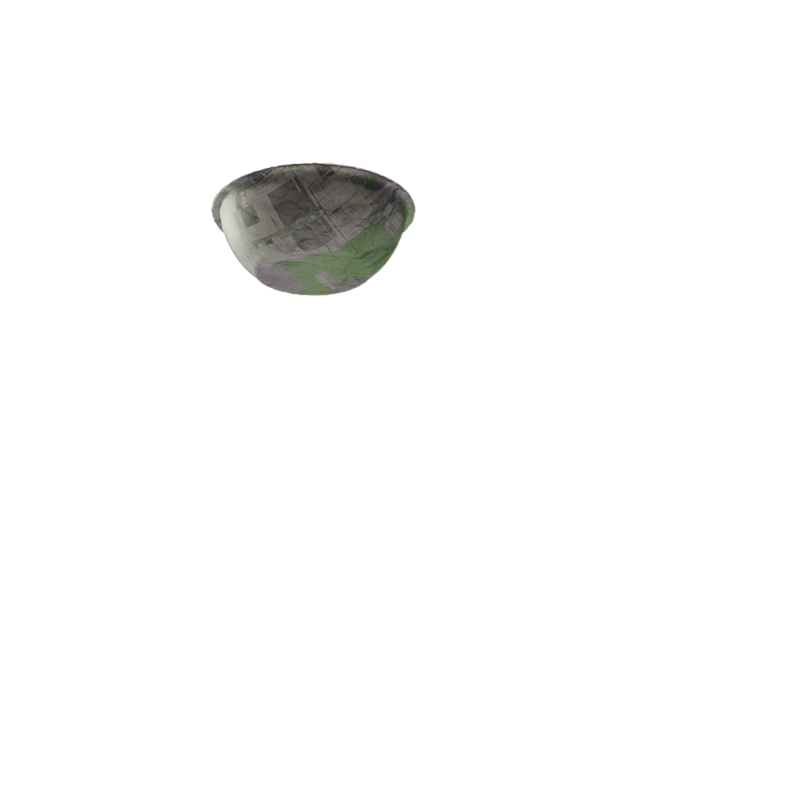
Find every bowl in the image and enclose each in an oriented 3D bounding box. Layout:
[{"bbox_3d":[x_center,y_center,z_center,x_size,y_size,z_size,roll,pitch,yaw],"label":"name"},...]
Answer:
[{"bbox_3d":[-0.068,-0.124,0.869,0.162,0.058,0.154,0,-20,-2],"label":"bowl"}]
